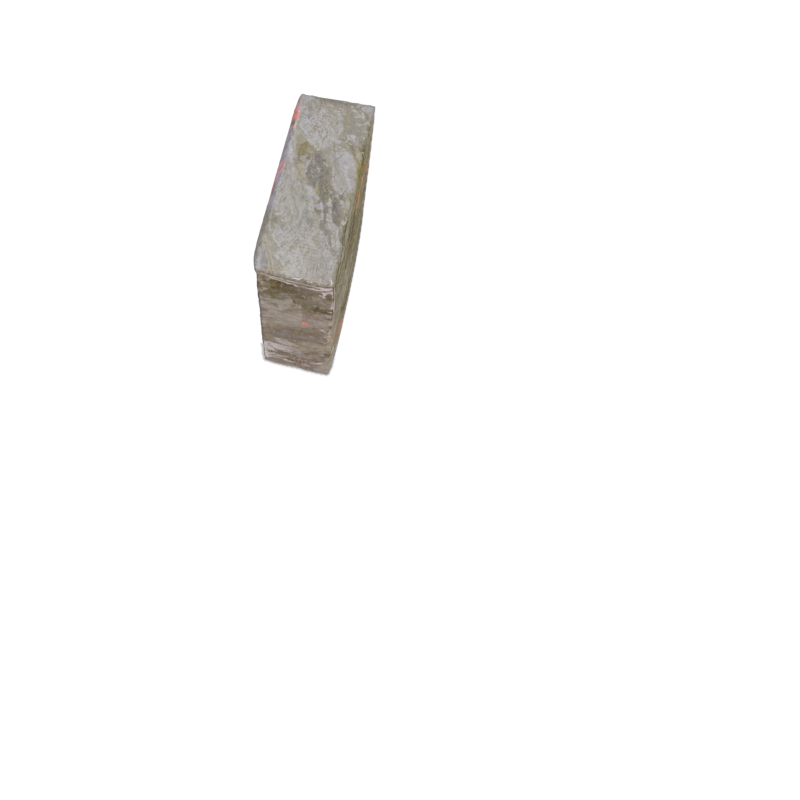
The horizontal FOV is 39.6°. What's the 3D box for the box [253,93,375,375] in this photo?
[{"bbox_3d":[-0.075,-0.136,0.954,0.072,0.171,0.204,11,-21,0],"label":"box"}]
